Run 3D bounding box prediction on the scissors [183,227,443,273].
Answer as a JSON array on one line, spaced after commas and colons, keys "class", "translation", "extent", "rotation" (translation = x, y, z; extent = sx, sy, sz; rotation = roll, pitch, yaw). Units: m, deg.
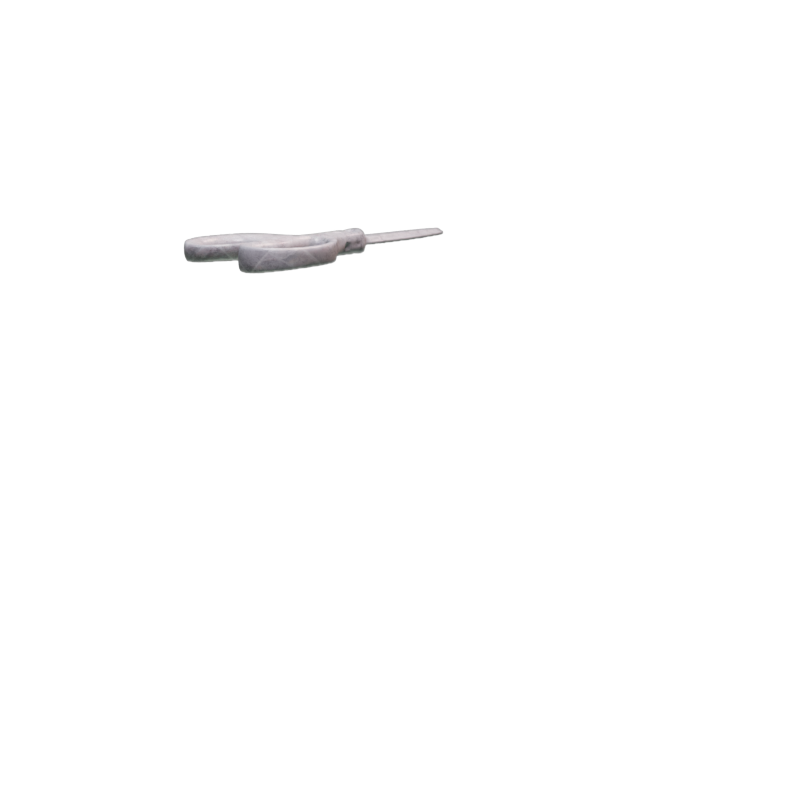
[{"class": "scissors", "translation": [-0.052, -0.094, 0.661], "extent": [0.099, 0.015, 0.200], "rotation": [5, 14, 21]}]
